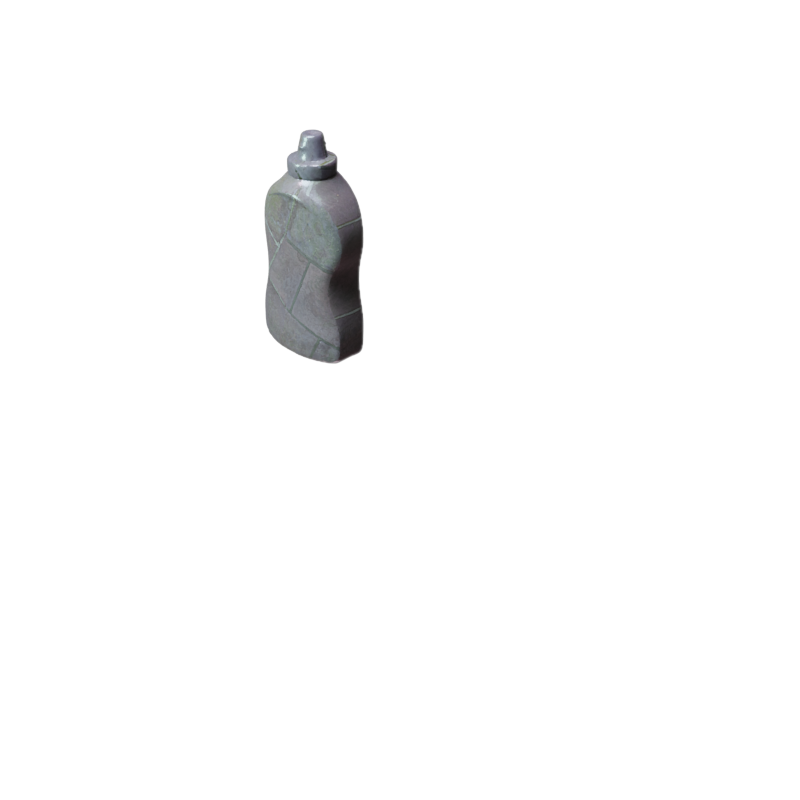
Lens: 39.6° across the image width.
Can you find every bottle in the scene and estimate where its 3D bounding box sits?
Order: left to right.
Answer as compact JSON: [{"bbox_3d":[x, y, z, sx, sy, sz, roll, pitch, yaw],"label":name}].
[{"bbox_3d":[-0.073,-0.132,0.923,0.058,0.181,0.103,-21,34,-38],"label":"bottle"}]
